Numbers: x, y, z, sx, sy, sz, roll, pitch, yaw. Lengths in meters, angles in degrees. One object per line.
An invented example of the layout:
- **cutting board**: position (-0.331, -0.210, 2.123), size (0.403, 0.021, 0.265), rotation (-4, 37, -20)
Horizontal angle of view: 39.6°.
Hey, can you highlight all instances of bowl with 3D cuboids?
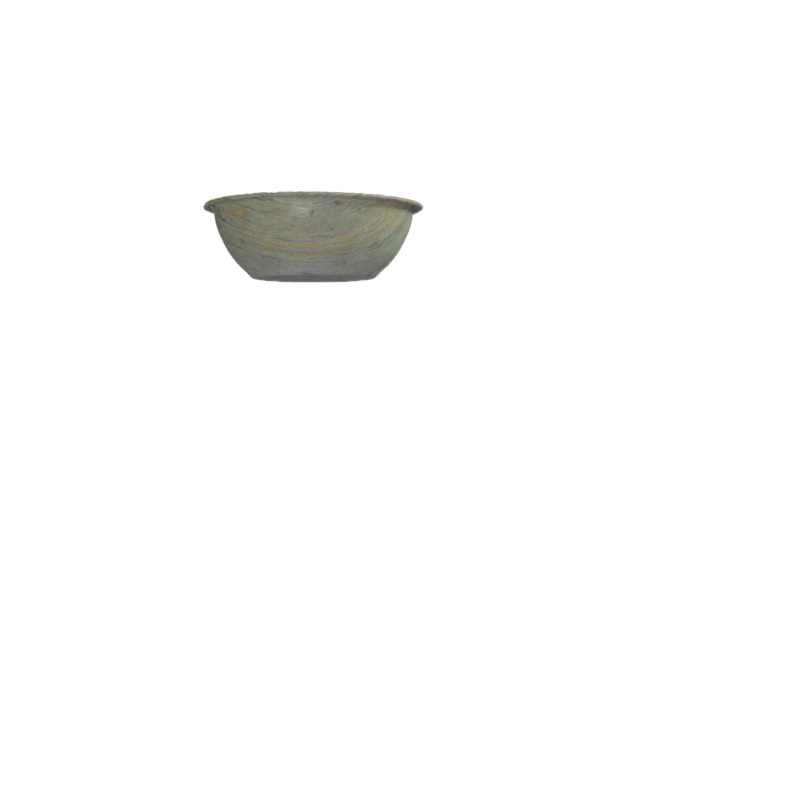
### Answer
- **bowl**: position (-0.064, -0.116, 0.815), size (0.162, 0.055, 0.162), rotation (0, 2, -2)
